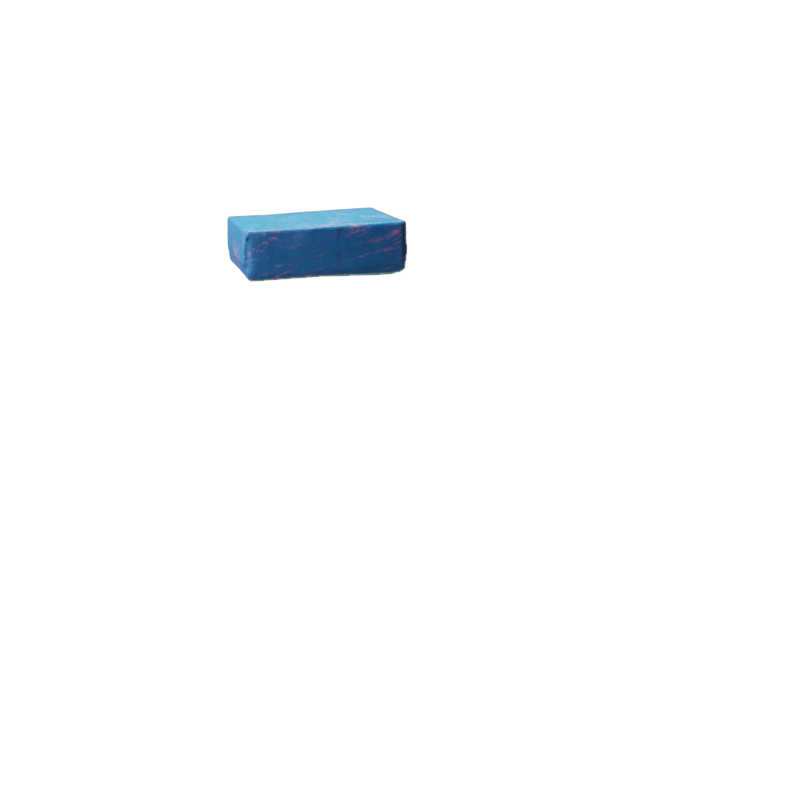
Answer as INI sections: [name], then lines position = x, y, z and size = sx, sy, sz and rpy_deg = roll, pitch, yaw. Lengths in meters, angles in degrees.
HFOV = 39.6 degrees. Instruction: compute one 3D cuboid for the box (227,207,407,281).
[box]
position = -0.061, -0.112, 0.782
size = 0.112, 0.038, 0.094
rpy_deg = -4, 16, -14
